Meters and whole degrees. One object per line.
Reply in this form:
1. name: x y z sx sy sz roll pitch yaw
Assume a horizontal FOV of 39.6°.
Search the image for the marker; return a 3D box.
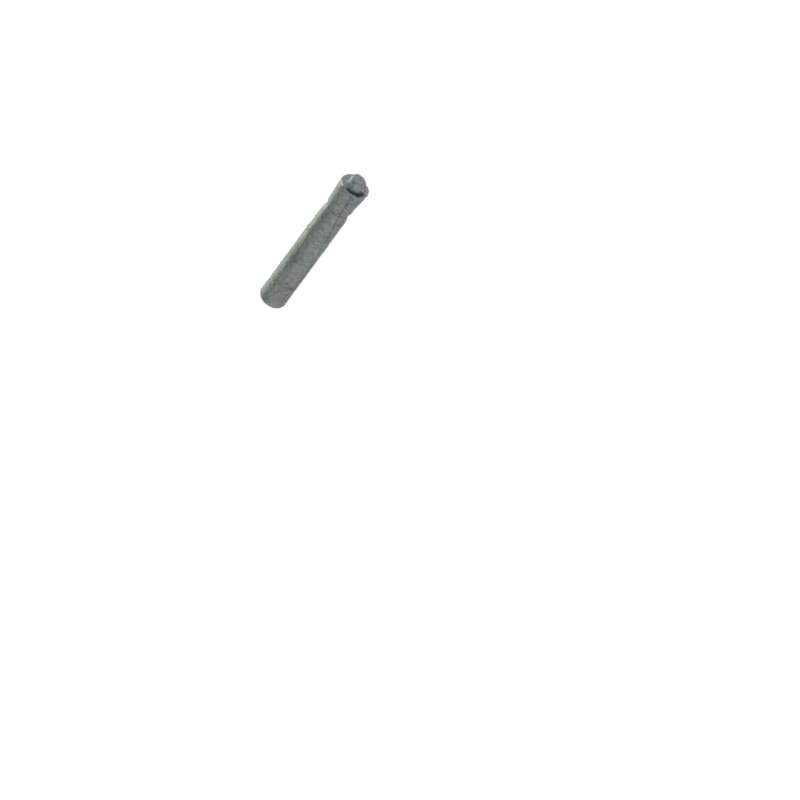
1. marker: -0.053 -0.097 0.678 0.019 0.021 0.117 -2 -30 -36
